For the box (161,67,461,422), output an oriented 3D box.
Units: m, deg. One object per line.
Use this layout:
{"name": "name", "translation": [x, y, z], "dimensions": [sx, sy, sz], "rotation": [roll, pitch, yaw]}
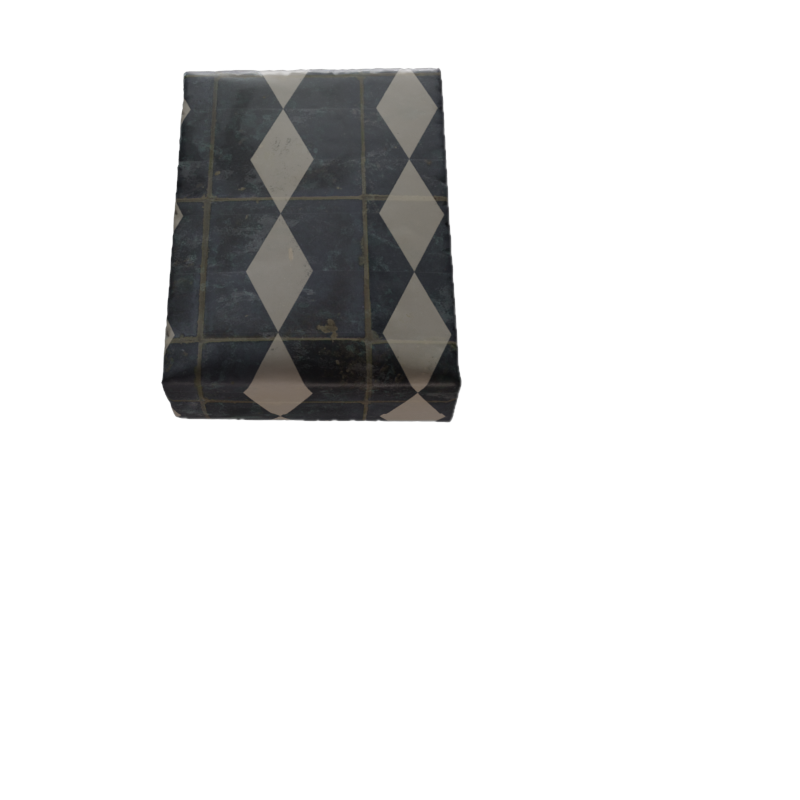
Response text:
{"name": "box", "translation": [-0.053, -0.096, 0.671], "dimensions": [0.164, 0.227, 0.068], "rotation": [-1, -27, 0]}
